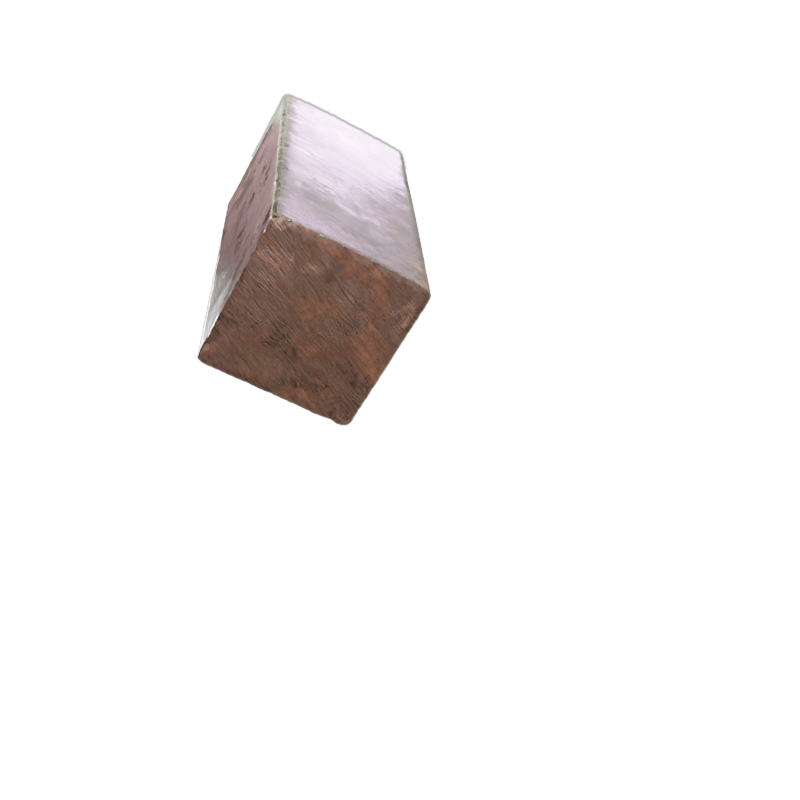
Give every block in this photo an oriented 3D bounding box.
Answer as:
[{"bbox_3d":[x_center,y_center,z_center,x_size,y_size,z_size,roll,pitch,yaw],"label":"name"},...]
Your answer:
[{"bbox_3d":[-0.049,-0.091,0.640,0.087,0.088,0.219,25,25,-16],"label":"block"}]
